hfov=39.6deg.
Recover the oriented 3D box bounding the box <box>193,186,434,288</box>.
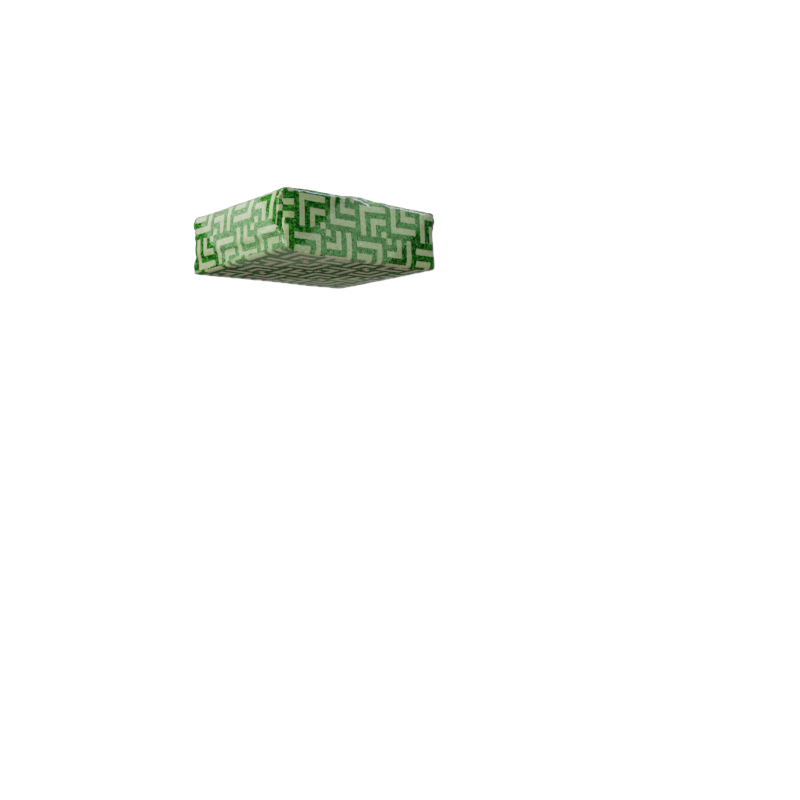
[{"bbox_3d":[-0.040,-0.074,0.515,0.085,0.031,0.075,4,-6,-38],"label":"box"}]
